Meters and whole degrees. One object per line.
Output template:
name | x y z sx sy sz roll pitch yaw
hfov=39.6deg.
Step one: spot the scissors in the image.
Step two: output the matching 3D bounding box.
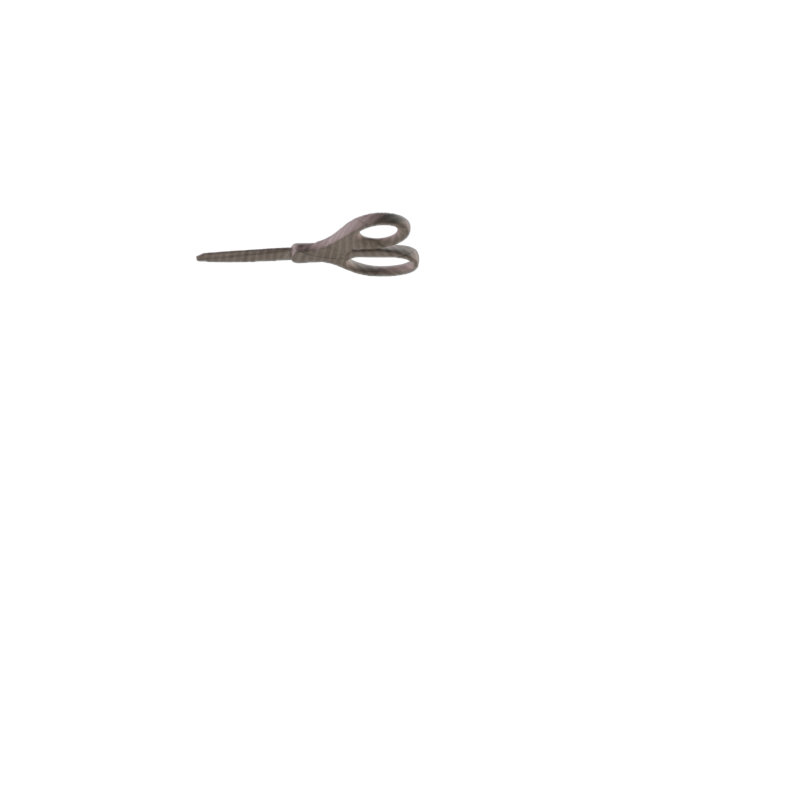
scissors | -0.078 -0.142 0.992 0.199 0.017 0.091 5 -30 -9
